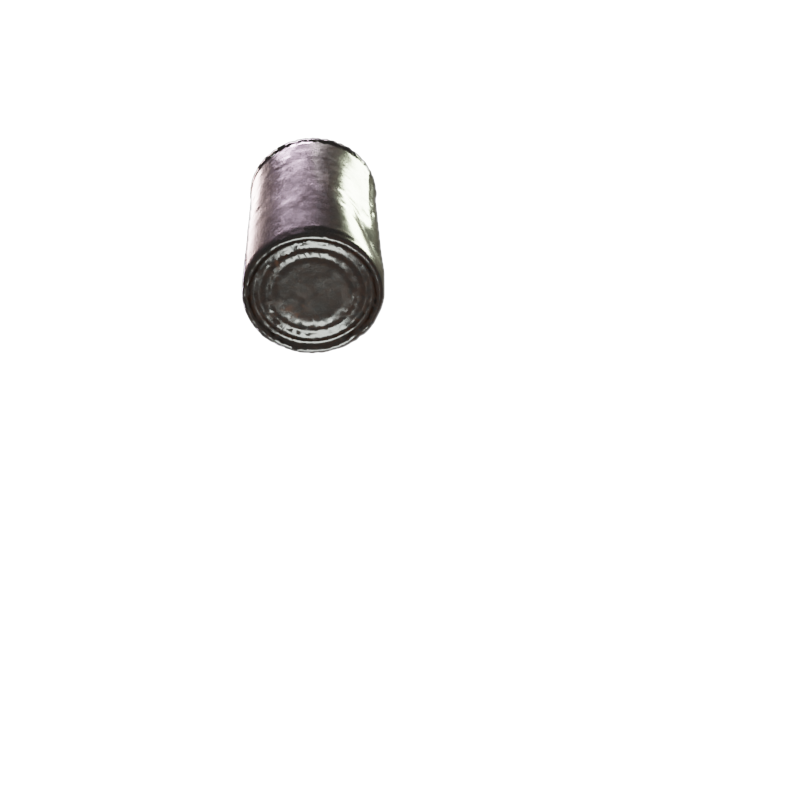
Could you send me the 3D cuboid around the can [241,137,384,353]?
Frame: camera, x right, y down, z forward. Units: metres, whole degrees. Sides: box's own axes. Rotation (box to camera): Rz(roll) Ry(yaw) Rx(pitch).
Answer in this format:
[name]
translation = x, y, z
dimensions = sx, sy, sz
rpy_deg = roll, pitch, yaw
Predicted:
[can]
translation = -0.043, -0.079, 0.555
dimensions = 0.068, 0.064, 0.109
rpy_deg = -1, 35, -3
